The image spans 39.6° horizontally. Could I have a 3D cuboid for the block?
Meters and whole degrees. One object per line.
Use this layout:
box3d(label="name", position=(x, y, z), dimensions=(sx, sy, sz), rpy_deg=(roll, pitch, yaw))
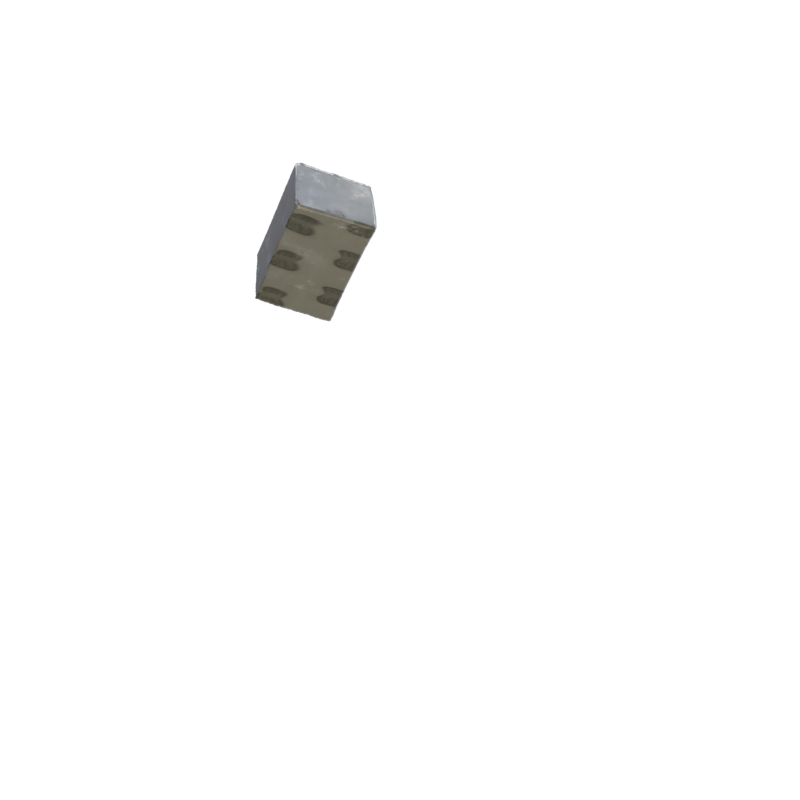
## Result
box3d(label="block", position=(-0.054, -0.099, 0.692), dimensions=(0.051, 0.075, 0.055), rpy_deg=(18, 36, -16))
